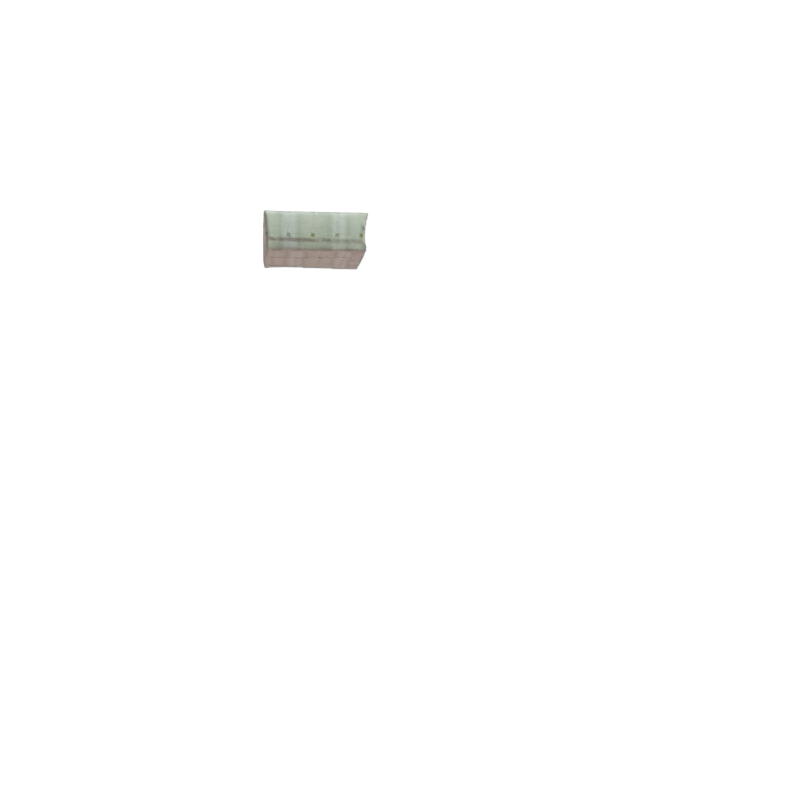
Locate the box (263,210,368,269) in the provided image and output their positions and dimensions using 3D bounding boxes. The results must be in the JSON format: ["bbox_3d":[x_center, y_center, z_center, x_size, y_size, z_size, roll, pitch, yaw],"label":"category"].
[{"bbox_3d":[-0.078,-0.141,0.990,0.089,0.039,0.113,0,0,-5],"label":"box"}]
